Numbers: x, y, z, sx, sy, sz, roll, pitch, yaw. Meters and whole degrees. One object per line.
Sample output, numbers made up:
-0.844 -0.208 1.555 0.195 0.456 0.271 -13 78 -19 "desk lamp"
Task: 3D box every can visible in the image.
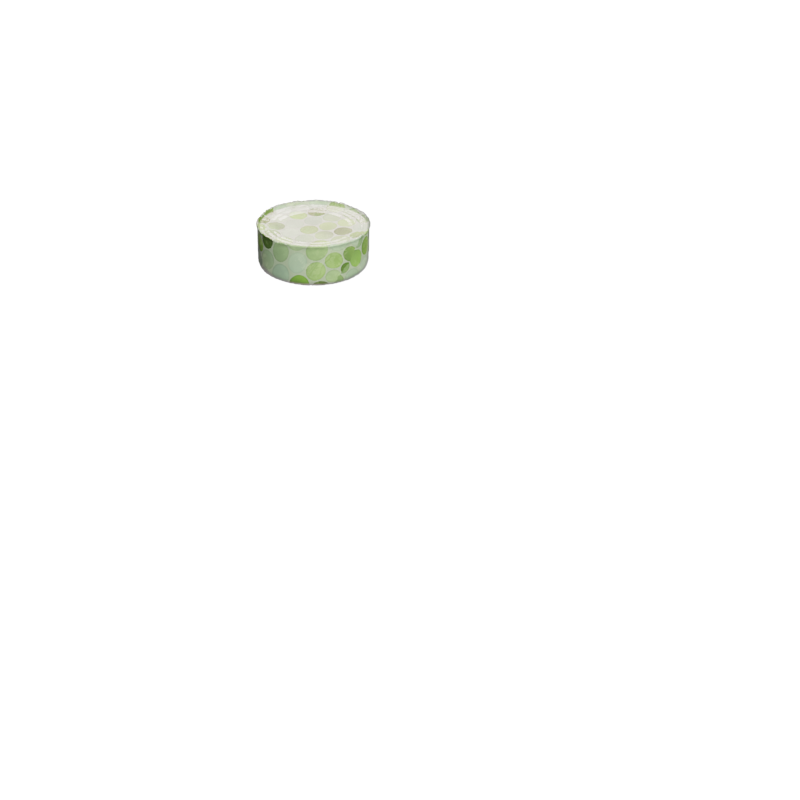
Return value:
-0.066 -0.120 0.840 0.086 0.032 0.091 -1 31 -2 "can"
